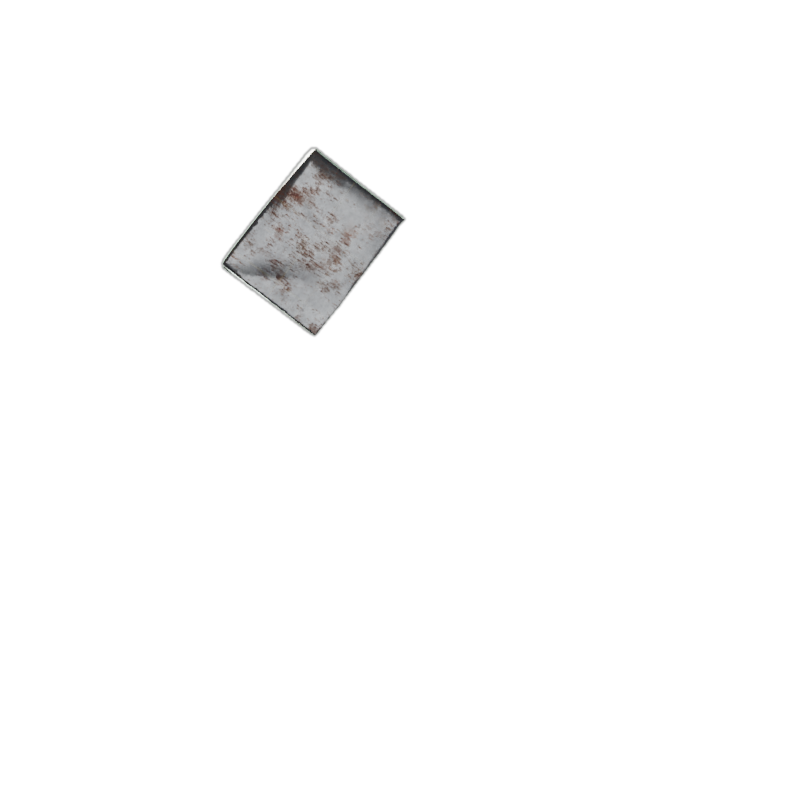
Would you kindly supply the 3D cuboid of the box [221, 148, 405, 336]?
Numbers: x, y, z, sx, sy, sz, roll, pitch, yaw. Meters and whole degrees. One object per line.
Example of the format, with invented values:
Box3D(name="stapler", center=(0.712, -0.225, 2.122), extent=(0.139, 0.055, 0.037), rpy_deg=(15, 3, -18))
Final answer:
Box3D(name="box", center=(-0.065, -0.119, 0.830), extent=(0.089, 0.113, 0.039), rpy_deg=(38, 4, -4))
